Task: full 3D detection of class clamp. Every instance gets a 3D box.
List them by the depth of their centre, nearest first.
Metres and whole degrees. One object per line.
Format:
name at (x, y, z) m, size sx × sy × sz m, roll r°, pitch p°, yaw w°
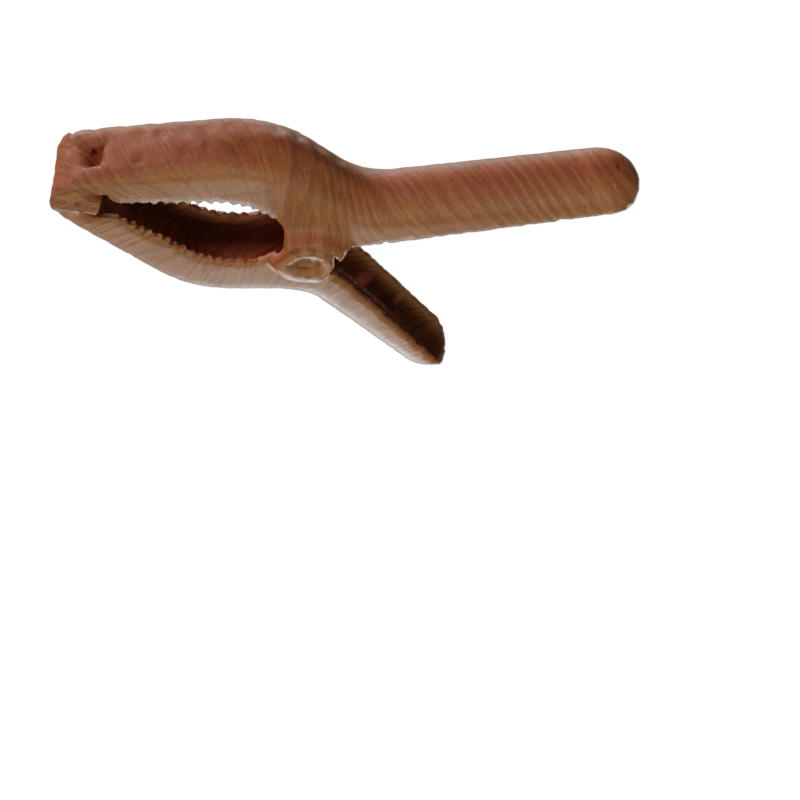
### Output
clamp at (-0.035, -0.064, 0.449) m, size 0.205 × 0.039 × 0.158 m, roll 7°, pitch -27°, yaw -15°
